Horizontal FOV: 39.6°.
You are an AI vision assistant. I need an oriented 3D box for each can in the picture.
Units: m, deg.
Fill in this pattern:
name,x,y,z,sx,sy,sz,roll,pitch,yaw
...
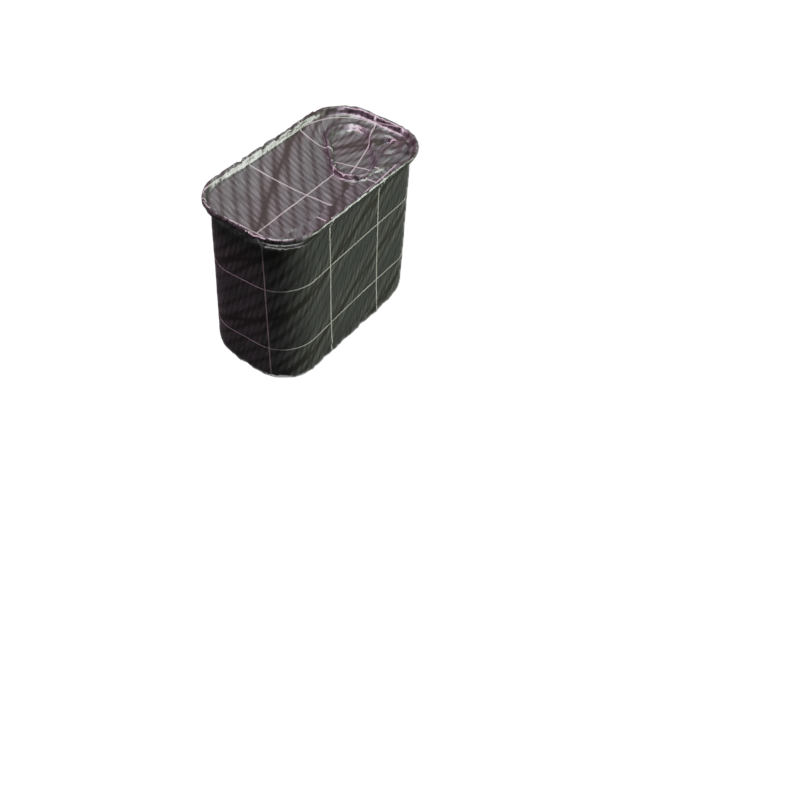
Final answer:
name,x,y,z,sx,sy,sz,roll,pitch,yaw
can,-0.039,-0.072,0.502,0.061,0.078,0.104,28,50,24
